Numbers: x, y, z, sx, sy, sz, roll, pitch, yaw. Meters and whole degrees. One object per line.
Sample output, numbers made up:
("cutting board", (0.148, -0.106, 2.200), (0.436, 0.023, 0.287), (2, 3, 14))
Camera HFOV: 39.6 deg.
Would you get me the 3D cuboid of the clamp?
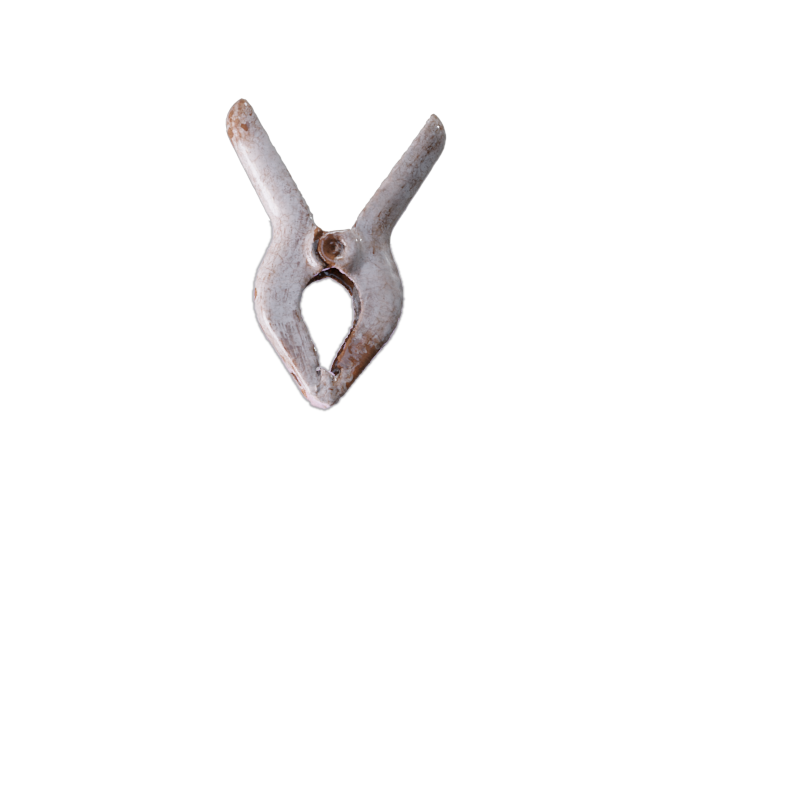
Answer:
("clamp", (-0.046, -0.085, 0.593), (0.121, 0.178, 0.038), (10, -17, 3))
